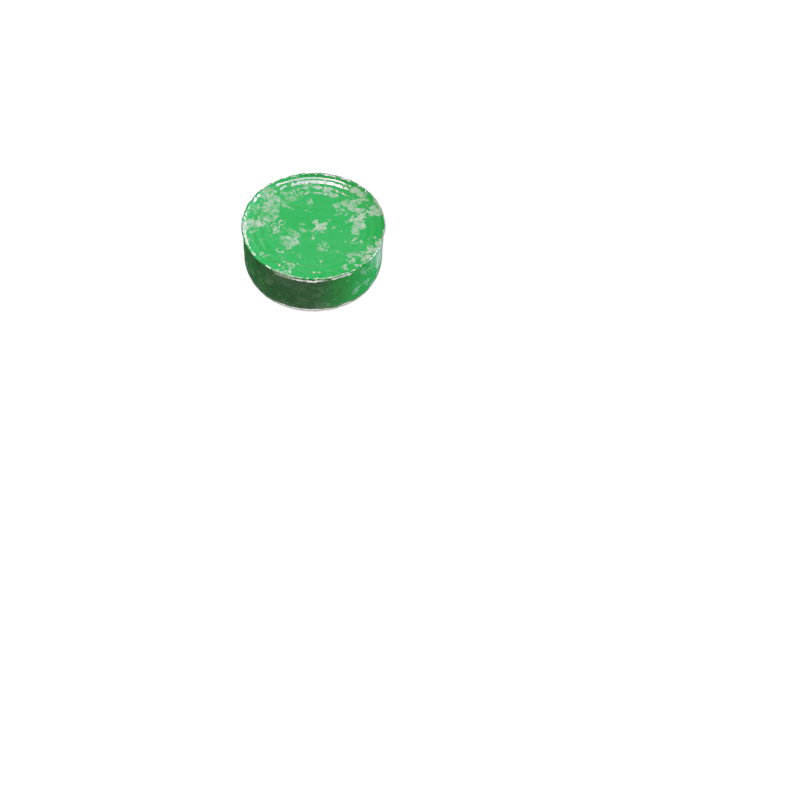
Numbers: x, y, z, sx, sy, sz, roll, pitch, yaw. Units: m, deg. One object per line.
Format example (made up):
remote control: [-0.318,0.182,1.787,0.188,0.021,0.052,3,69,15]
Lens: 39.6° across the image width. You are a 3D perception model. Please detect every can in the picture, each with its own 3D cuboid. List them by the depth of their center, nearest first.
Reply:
can: [-0.052,-0.096,0.670,0.086,0.092,0.031,-1,-38,-1]
